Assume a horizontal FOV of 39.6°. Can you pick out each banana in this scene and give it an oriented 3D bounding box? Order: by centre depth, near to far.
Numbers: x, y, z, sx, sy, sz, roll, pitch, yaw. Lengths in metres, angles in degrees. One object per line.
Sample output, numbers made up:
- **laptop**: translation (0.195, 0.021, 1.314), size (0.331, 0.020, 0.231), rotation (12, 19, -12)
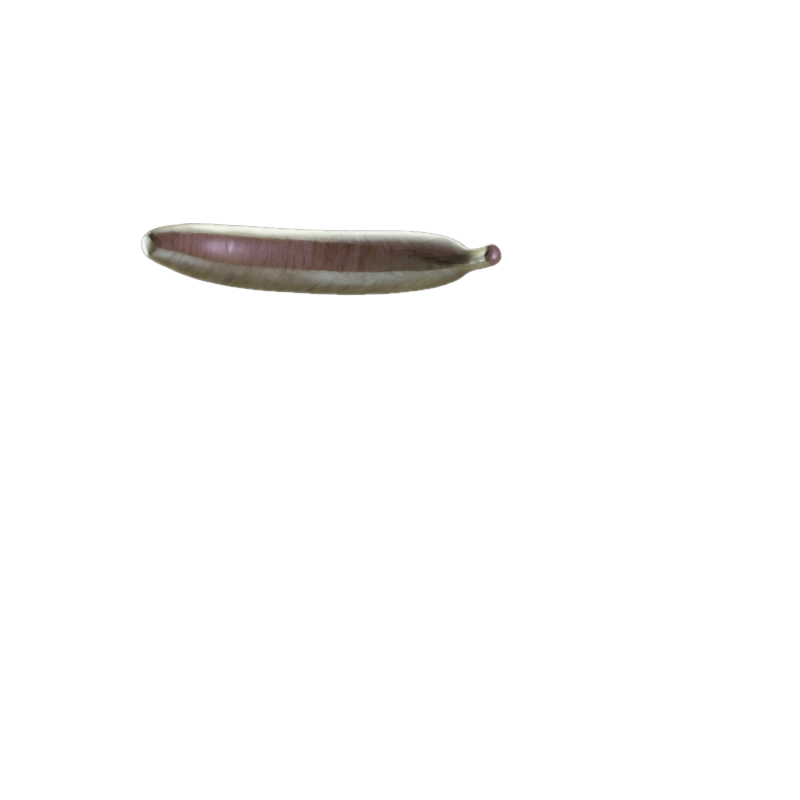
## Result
- **banana**: translation (-0.046, -0.084, 0.638), size (0.197, 0.038, 0.067), rotation (0, -16, -1)
